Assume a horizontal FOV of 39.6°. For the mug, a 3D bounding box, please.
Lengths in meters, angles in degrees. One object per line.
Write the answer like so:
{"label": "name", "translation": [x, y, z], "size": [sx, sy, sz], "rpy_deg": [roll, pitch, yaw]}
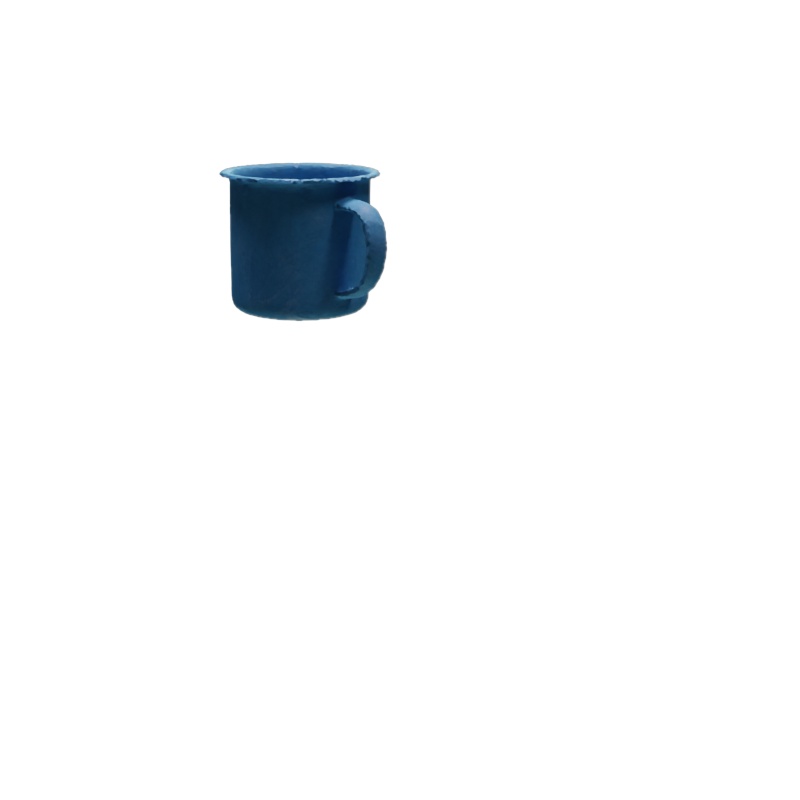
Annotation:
{"label": "mug", "translation": [-0.050, -0.092, 0.643], "size": [0.091, 0.079, 0.124], "rpy_deg": [-13, 20, -42]}
